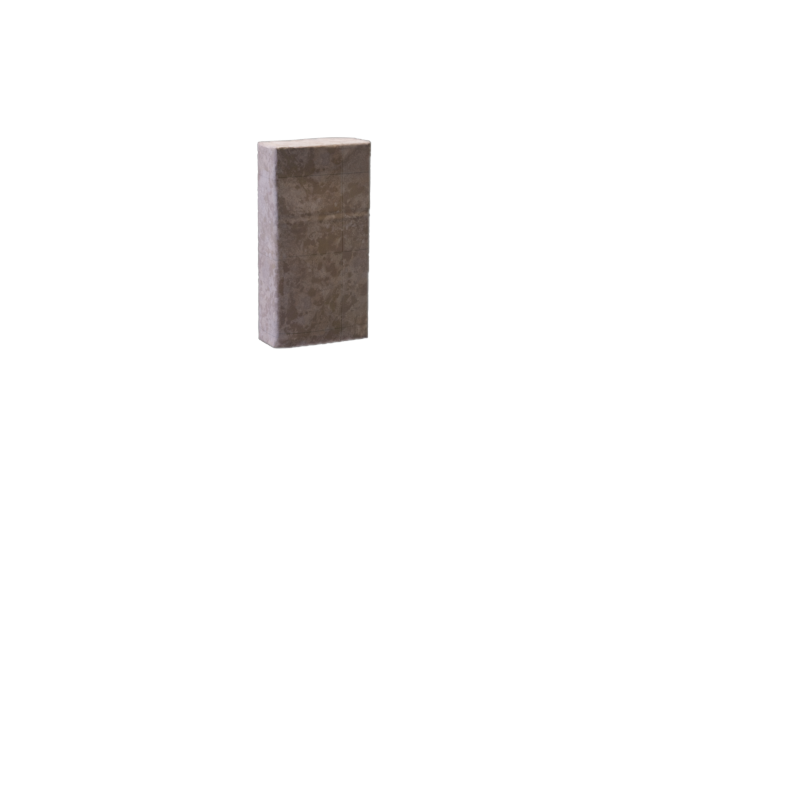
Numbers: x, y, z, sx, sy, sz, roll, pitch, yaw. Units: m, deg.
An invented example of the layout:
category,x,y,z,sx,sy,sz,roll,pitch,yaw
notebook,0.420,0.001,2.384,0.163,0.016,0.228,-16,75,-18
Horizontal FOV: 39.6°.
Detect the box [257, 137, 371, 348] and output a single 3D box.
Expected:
category,x,y,z,sx,sy,sz,roll,pitch,yaw
box,-0.075,-0.137,0.956,0.091,0.172,0.051,-6,13,-28
